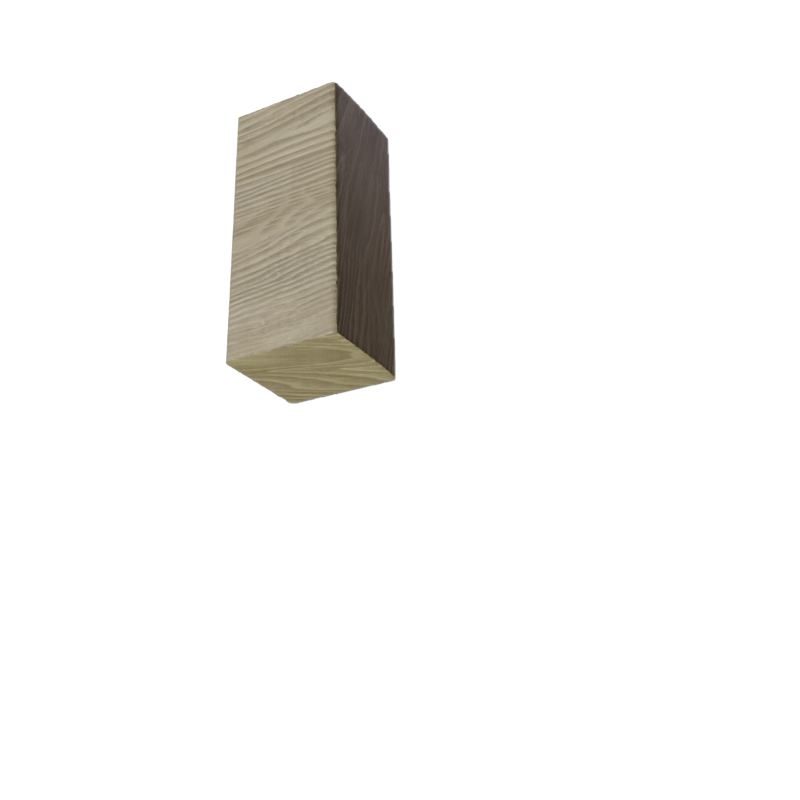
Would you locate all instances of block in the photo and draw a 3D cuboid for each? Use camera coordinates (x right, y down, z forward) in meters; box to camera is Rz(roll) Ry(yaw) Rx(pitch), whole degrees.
[{"bbox_3d":[-0.063,-0.116,0.813,0.092,0.219,0.084,-16,-31,24],"label":"block"}]
